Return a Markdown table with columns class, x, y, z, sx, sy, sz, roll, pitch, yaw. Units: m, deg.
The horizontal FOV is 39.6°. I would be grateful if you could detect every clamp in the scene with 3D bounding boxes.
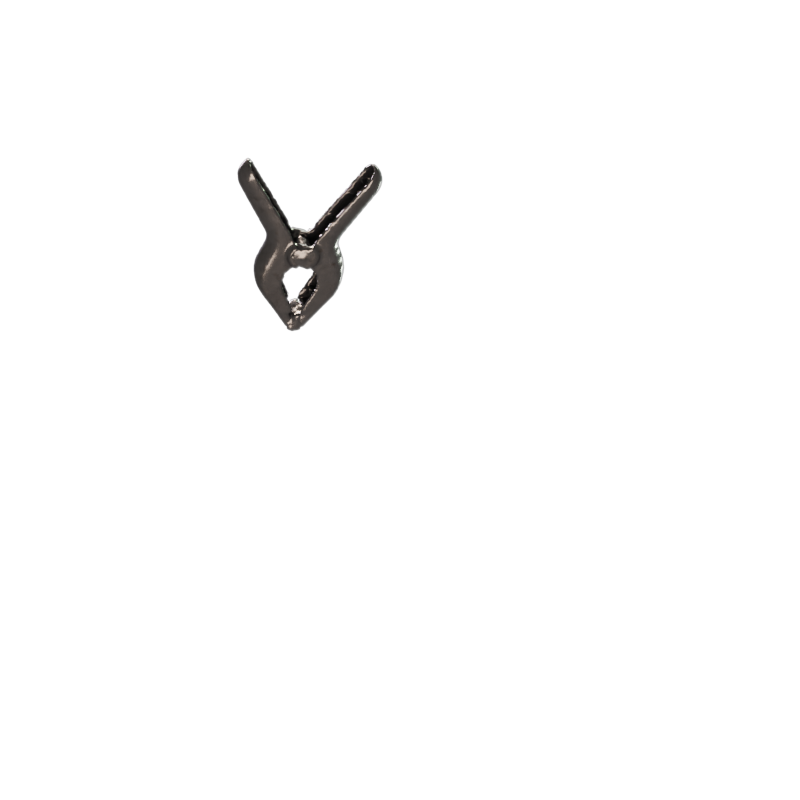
| class | x | y | z | sx | sy | sz | roll | pitch | yaw |
| --- | --- | --- | --- | --- | --- | --- | --- | --- | --- |
| clamp | -0.075 | -0.137 | 0.960 | 0.120 | 0.160 | 0.042 | -1 | 39 | 0 |
